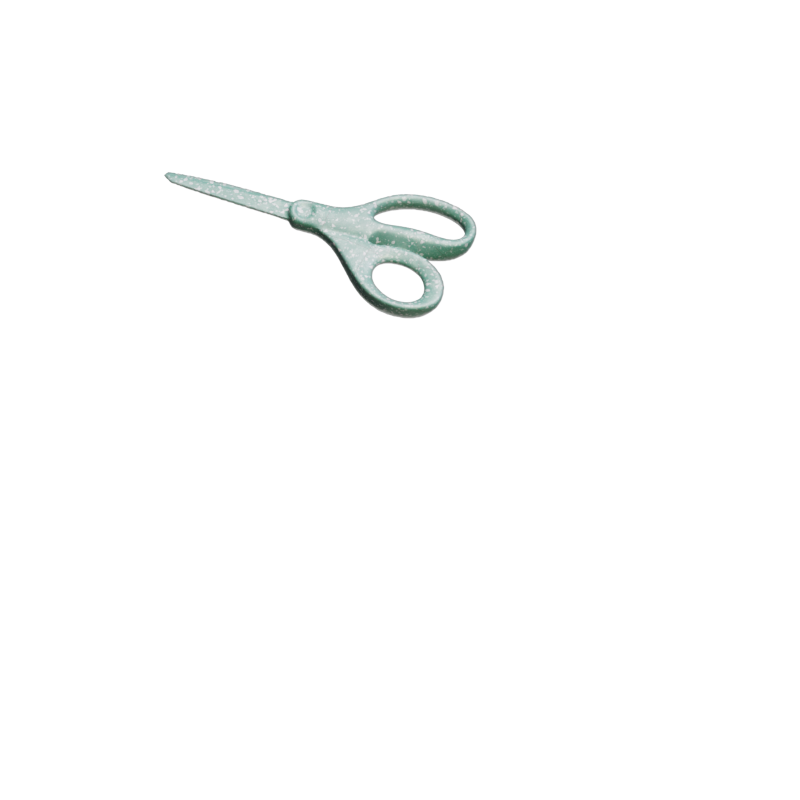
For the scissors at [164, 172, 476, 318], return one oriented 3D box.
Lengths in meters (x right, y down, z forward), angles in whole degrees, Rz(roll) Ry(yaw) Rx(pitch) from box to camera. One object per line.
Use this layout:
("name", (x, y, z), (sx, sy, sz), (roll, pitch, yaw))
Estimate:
("scissors", (-0.054, -0.099, 0.691), (0.202, 0.102, 0.015), (4, -33, 2))
